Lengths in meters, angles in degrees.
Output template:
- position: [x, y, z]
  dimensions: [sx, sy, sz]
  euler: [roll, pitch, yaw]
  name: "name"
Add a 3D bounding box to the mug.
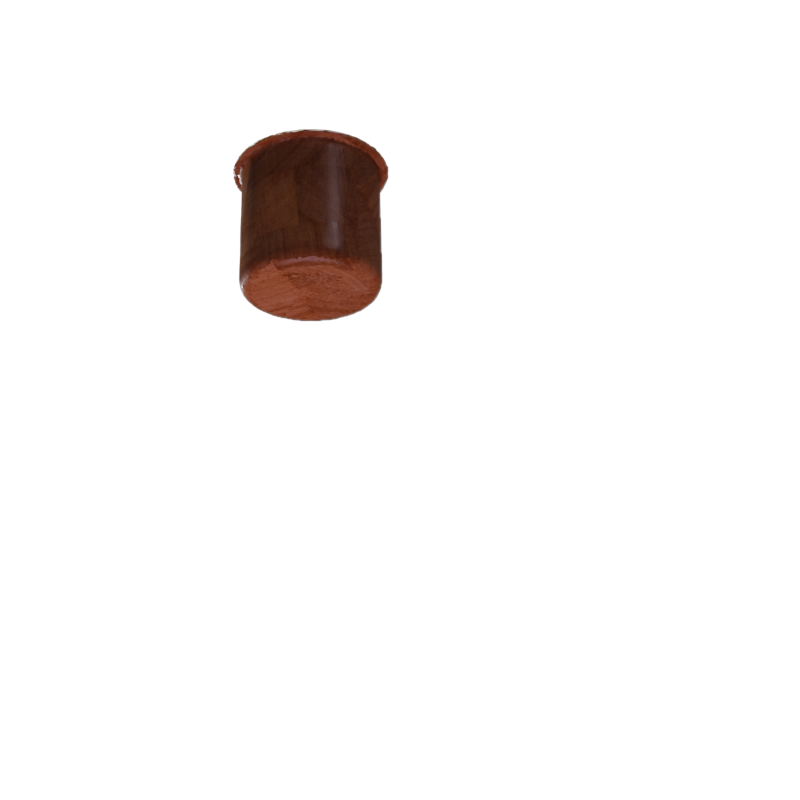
- position: [-0.051, -0.094, 0.656]
  dimensions: [0.094, 0.086, 0.110]
  euler: [-3, -25, 4]
  name: "mug"
